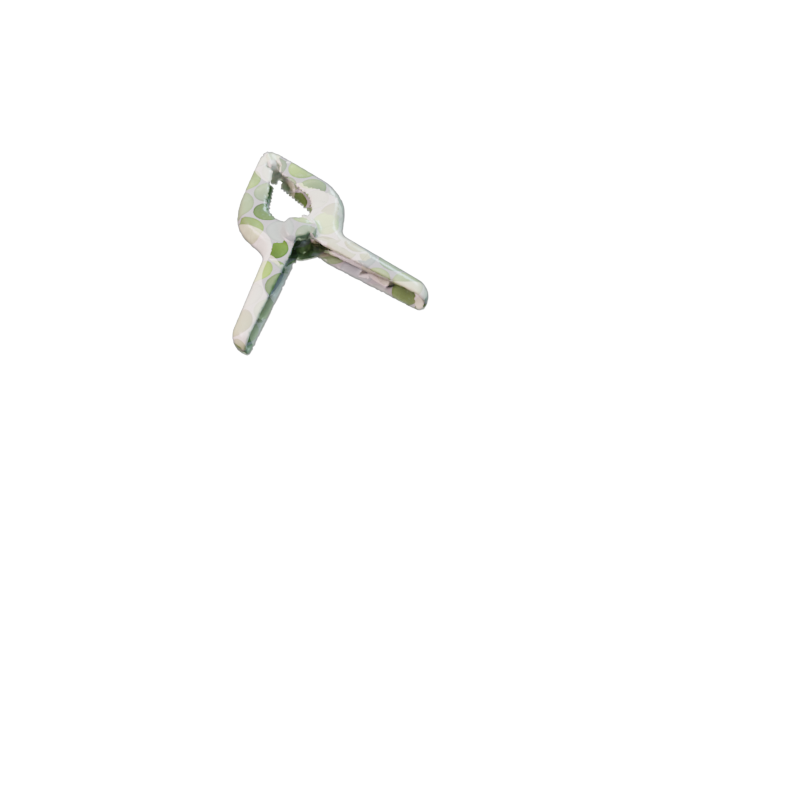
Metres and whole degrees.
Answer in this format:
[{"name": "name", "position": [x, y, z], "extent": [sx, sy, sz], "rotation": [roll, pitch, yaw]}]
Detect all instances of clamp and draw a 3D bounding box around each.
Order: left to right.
[{"name": "clamp", "position": [-0.075, -0.137, 0.957], "extent": [0.163, 0.227, 0.034], "rotation": [-9, -38, -8]}]
